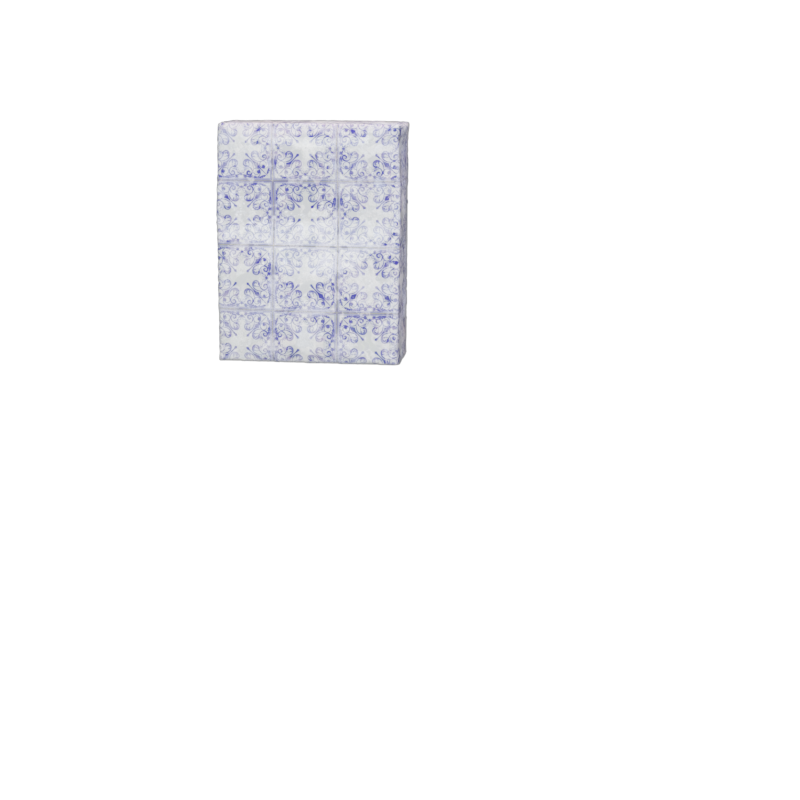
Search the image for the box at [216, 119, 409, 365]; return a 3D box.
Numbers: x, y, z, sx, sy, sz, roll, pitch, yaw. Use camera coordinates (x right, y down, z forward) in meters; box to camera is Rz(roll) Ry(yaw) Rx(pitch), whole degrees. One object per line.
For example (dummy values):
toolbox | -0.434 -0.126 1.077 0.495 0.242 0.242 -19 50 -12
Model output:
box | -0.077 -0.141 0.986 0.166 0.209 0.072 2 9 10
